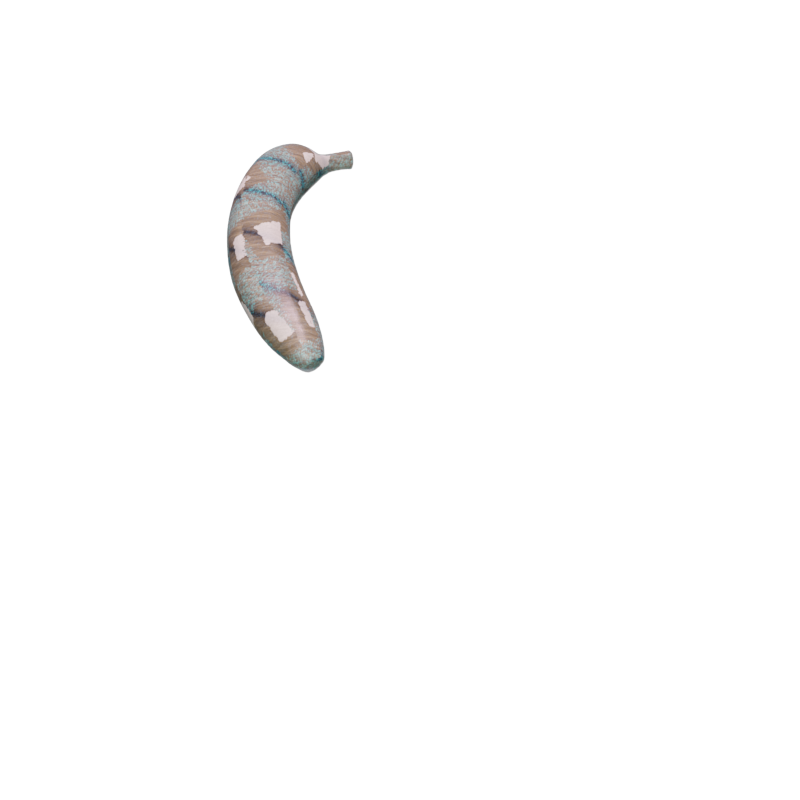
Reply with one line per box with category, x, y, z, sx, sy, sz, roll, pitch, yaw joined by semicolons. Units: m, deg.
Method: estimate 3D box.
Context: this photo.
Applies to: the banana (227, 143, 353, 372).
banana;-0.070;-0.098;0.661;0.070;0.211;0.034;3;-44;2
